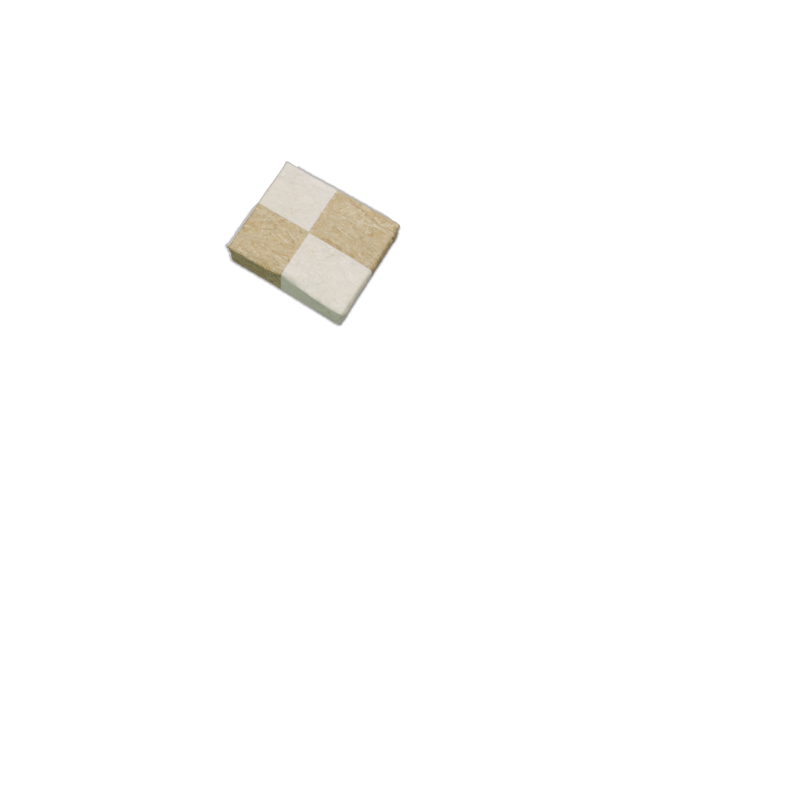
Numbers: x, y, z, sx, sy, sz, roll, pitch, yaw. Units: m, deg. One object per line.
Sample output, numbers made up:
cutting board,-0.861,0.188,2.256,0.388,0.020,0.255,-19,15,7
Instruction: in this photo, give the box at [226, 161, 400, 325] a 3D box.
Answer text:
box,-0.057,-0.103,0.724,0.091,0.075,0.029,31,-16,9
